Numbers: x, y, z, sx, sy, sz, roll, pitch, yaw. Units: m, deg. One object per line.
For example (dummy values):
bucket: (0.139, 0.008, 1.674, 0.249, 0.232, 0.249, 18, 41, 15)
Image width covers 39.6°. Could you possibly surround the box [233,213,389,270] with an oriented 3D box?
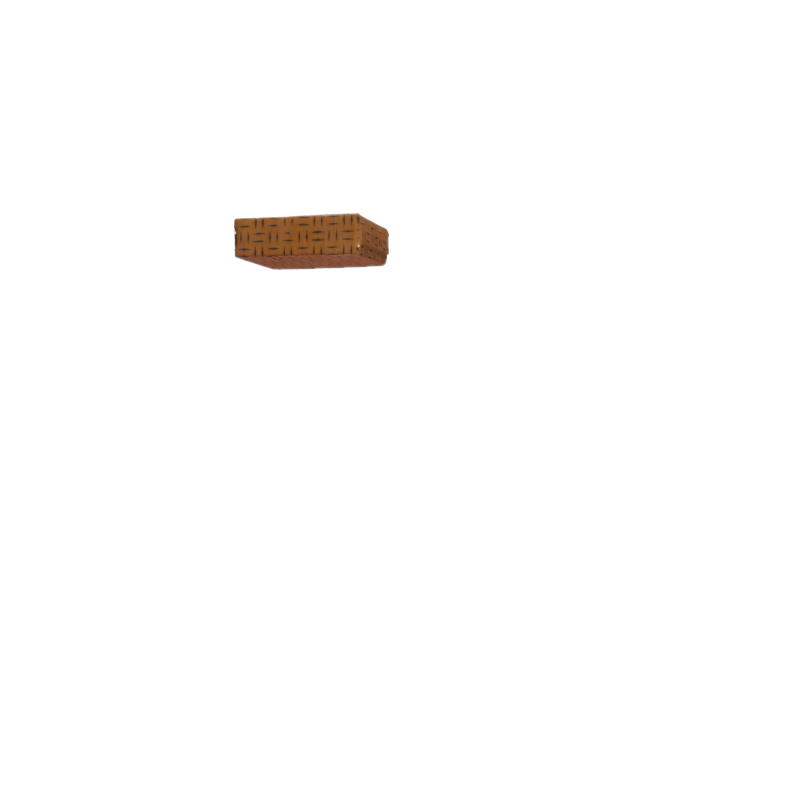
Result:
box: (-0.059, -0.108, 0.758, 0.091, 0.030, 0.071, 0, -1, 17)
